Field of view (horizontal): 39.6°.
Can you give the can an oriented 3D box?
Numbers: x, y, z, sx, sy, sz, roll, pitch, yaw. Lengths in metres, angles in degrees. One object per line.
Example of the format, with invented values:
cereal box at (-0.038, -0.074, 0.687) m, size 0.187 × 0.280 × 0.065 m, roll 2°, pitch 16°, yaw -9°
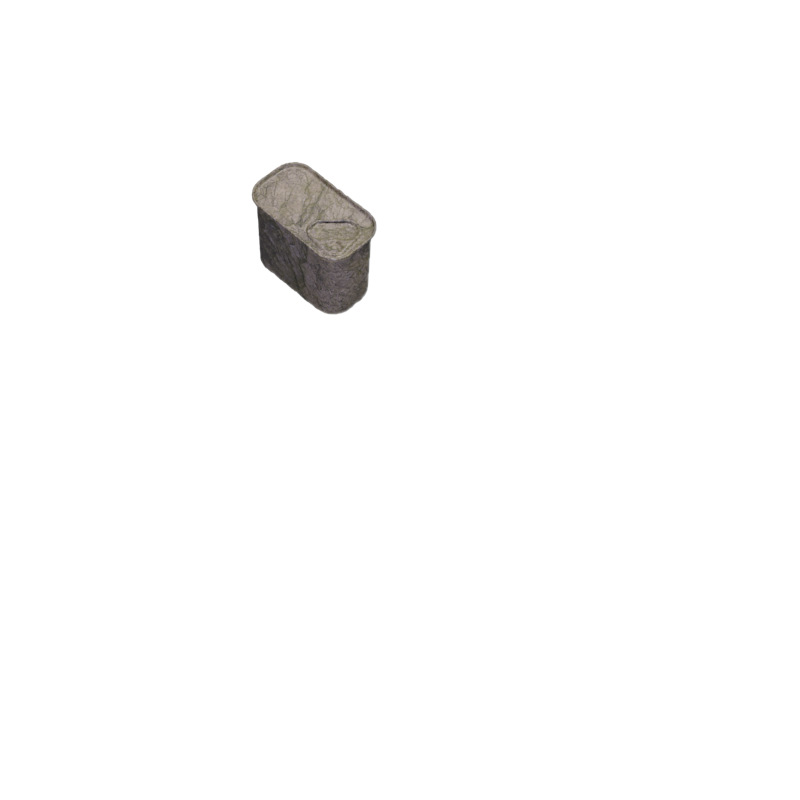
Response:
can at (-0.069, -0.127, 0.887) m, size 0.058 × 0.108 × 0.078 m, roll -39°, pitch -25°, yaw -24°
